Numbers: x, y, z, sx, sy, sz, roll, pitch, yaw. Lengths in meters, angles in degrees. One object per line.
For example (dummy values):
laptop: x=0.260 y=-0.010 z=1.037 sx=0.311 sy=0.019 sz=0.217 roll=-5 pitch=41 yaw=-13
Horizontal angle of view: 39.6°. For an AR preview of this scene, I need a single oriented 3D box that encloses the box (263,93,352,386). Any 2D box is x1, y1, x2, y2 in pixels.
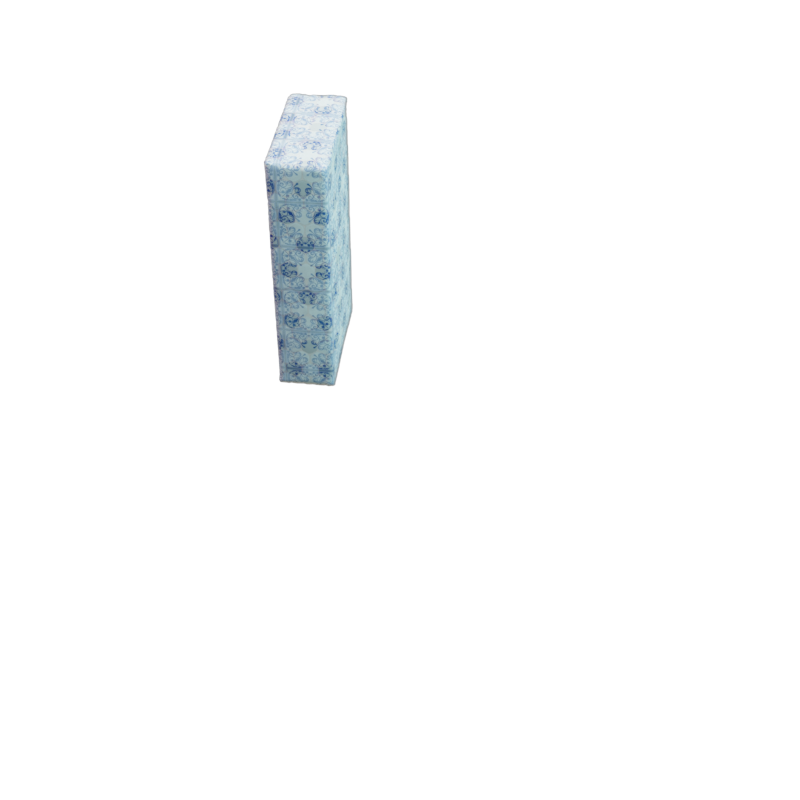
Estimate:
box: x=-0.058 y=-0.106 z=0.742 sx=0.048 sy=0.165 sz=0.099 roll=6 pitch=40 yaw=3
